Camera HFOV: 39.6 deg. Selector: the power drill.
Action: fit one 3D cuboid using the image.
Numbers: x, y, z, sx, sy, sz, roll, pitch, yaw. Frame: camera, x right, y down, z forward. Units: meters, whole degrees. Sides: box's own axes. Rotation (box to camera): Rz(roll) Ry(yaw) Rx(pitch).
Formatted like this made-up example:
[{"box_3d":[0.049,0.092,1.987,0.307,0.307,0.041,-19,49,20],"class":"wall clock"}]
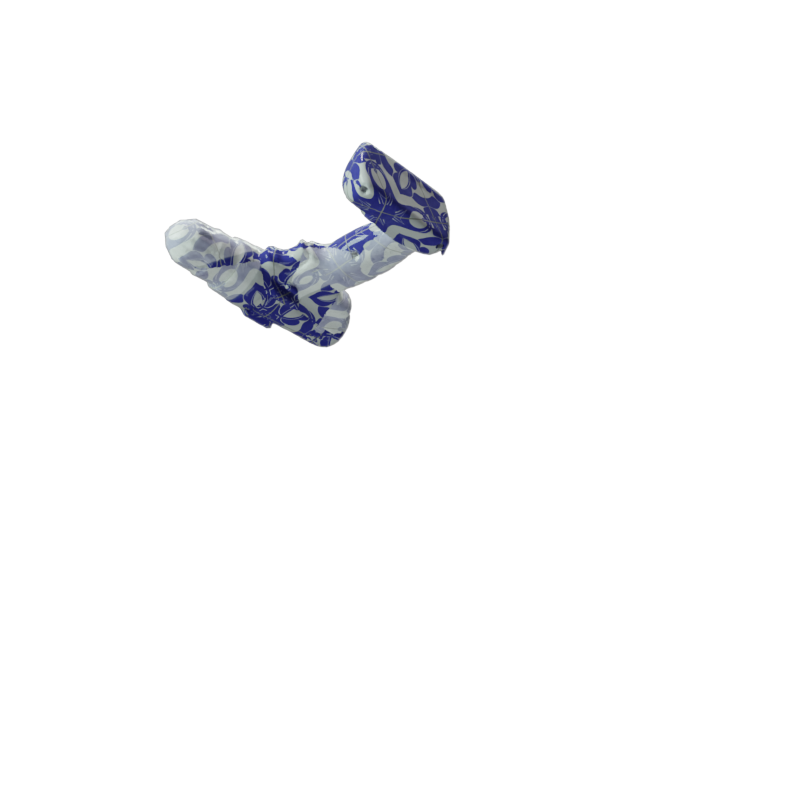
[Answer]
[{"box_3d":[-0.069,-0.127,0.887,0.173,0.061,0.187,30,-45,-35],"class":"power drill"}]
